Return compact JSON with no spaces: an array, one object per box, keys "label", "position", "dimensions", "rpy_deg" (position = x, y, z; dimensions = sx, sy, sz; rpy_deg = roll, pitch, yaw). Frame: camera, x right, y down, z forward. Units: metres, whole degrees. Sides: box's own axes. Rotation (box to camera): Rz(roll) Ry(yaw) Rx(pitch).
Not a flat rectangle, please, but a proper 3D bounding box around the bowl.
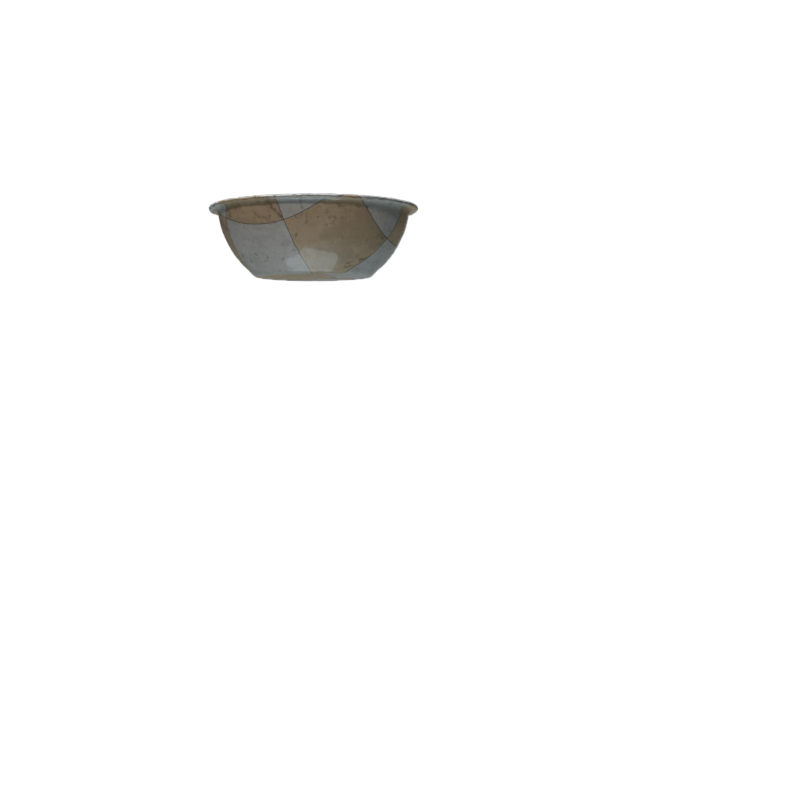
[{"label":"bowl","position":[-0.067,-0.122,0.853],"dimensions":[0.162,0.055,0.161],"rpy_deg":[0,1,-2]}]
